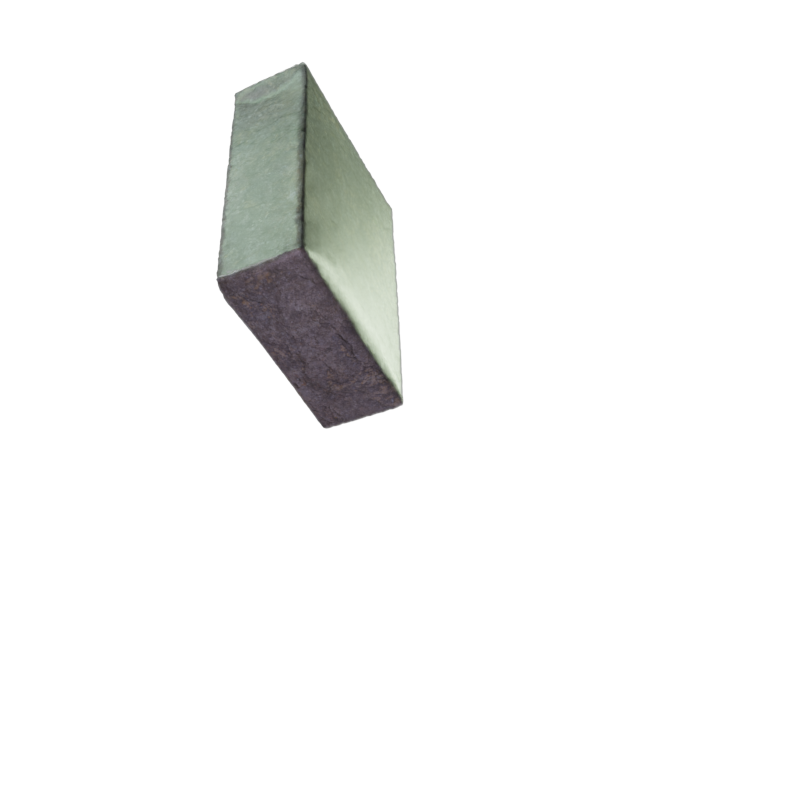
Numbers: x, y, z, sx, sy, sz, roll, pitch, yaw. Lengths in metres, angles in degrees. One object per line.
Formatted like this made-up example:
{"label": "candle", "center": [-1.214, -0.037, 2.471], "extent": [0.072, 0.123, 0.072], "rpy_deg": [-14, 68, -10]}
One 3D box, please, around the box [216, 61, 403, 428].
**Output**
{"label": "box", "center": [-0.063, -0.115, 0.805], "extent": [0.072, 0.230, 0.152], "rpy_deg": [-20, -47, 16]}
